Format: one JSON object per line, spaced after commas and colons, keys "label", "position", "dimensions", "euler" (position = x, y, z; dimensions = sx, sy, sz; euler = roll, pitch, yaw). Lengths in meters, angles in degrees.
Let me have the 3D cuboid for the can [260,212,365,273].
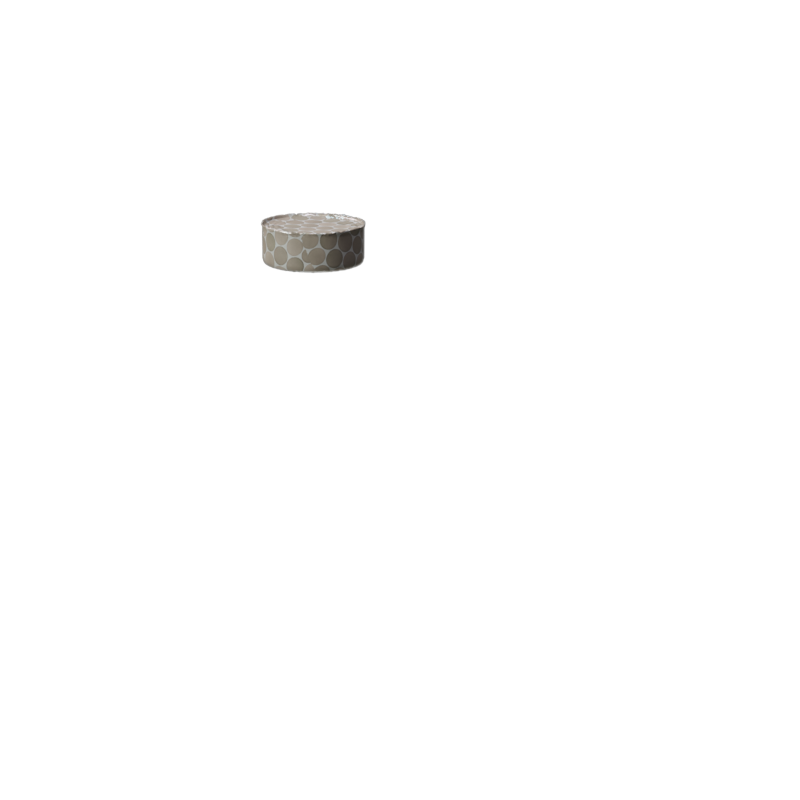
{"label": "can", "position": [-0.071, -0.130, 0.910], "dimensions": [0.086, 0.032, 0.089], "euler": [-1, 19, -2]}
